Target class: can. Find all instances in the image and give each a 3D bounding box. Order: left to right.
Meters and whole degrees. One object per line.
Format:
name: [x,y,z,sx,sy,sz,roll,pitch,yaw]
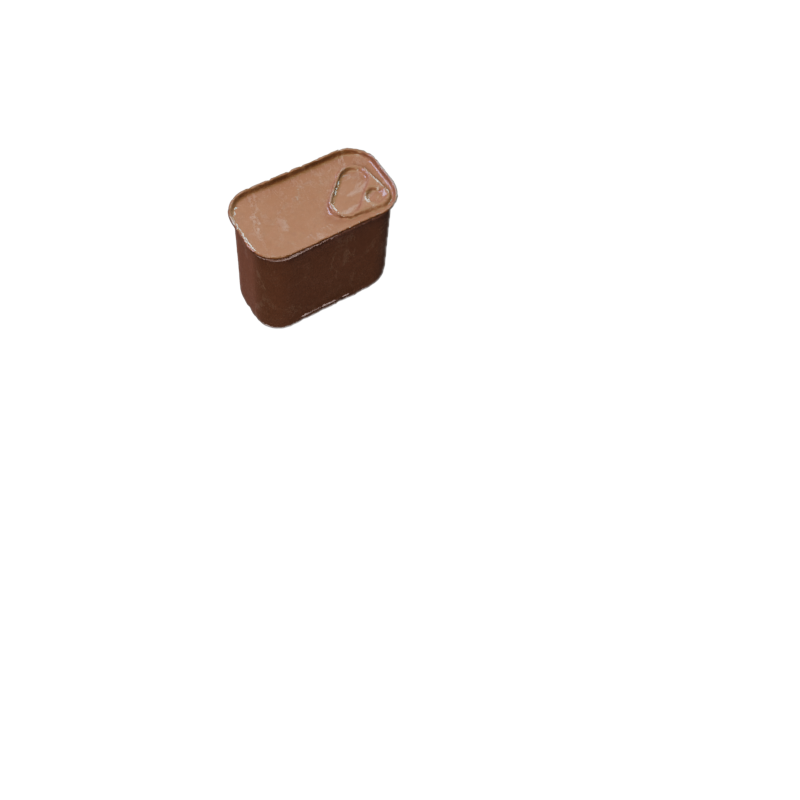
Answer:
can: [-0.055,-0.100,0.703,0.102,0.061,0.078,-27,-27,-18]
